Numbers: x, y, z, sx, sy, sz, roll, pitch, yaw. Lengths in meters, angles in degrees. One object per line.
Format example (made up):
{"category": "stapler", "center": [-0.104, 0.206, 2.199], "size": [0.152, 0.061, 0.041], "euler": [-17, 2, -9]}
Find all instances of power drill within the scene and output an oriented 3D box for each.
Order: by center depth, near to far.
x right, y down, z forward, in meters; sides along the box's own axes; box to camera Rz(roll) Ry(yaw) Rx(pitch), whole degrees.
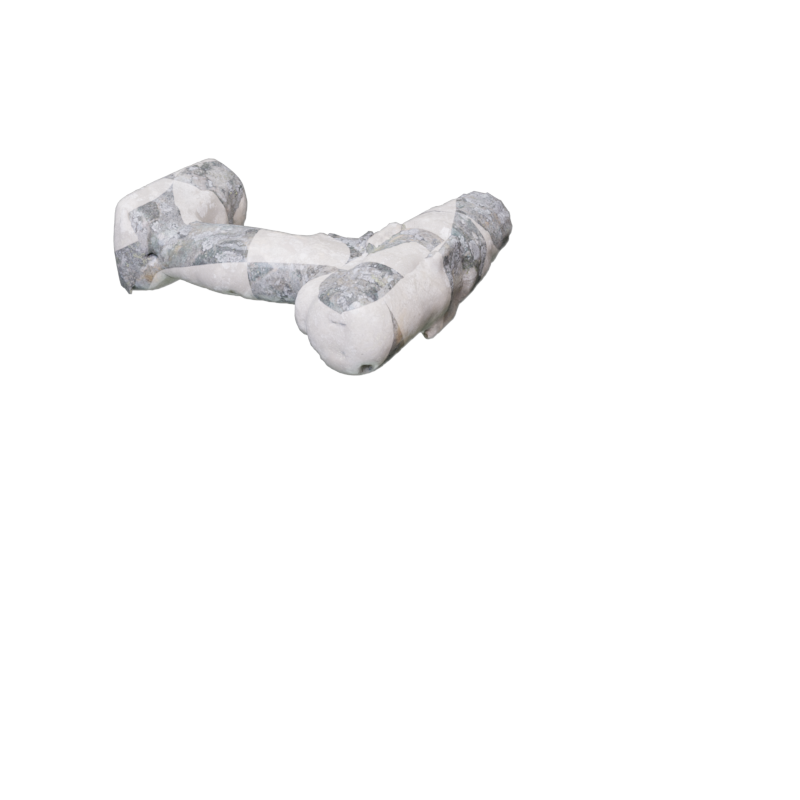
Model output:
{"category": "power drill", "center": [-0.048, -0.088, 0.614], "size": [0.196, 0.054, 0.186], "euler": [14, 31, 25]}
